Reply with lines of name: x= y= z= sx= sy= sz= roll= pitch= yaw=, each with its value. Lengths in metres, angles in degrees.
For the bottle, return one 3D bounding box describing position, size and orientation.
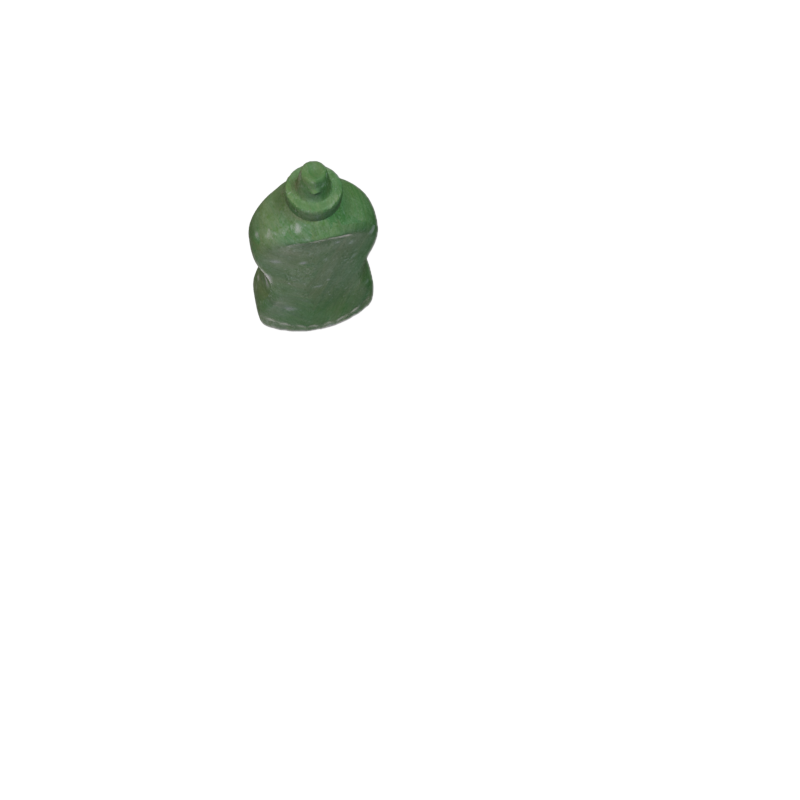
bottle: x=-0.065 y=-0.119 z=0.837 sx=0.095 sy=0.062 sz=0.181 roll=-9 pitch=-24 yaw=-8
